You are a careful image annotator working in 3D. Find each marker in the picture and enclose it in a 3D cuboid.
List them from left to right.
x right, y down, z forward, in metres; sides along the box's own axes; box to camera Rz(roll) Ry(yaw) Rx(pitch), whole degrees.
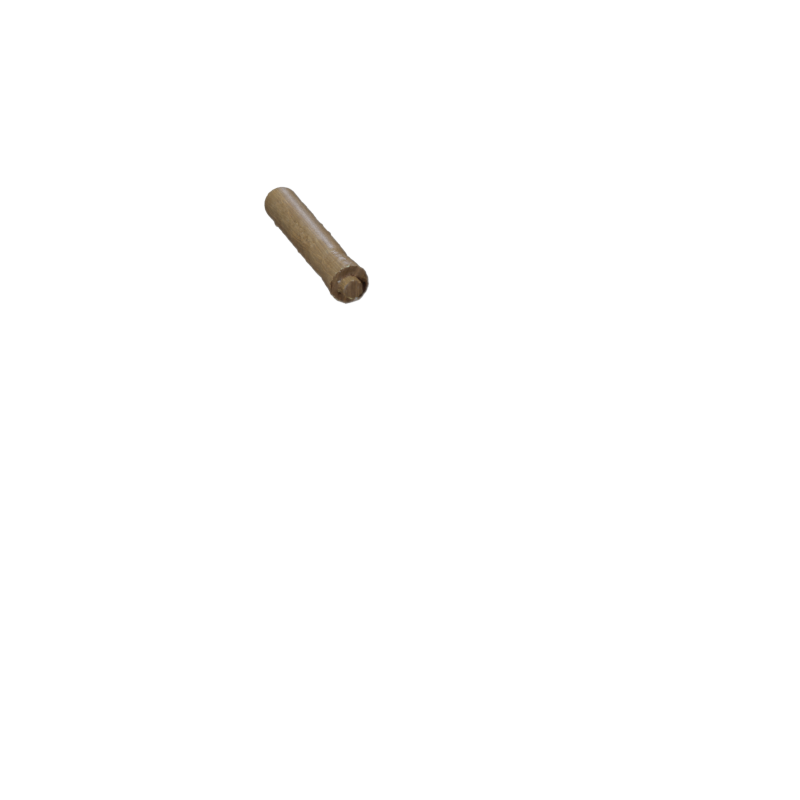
[{"bbox_3d":[-0.043,-0.078,0.546,0.019,0.019,0.130,-2,27,-21],"label":"marker"}]
